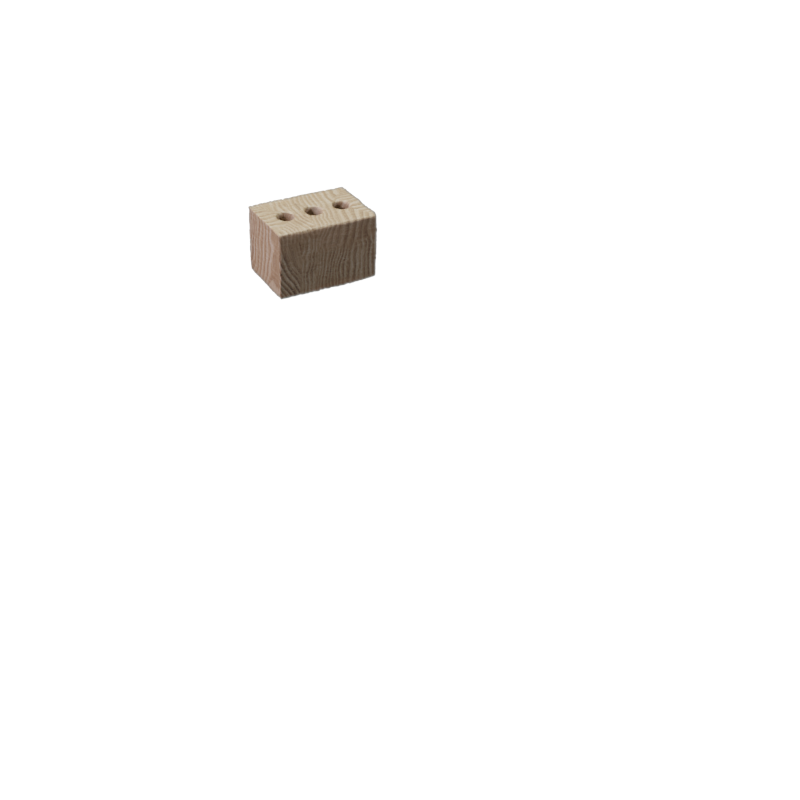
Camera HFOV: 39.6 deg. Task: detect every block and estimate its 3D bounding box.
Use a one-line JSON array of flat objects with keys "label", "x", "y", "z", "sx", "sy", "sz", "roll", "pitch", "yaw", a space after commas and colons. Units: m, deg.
[{"label": "block", "x": -0.062, "y": -0.112, "z": 0.786, "sx": 0.077, "sy": 0.048, "sz": 0.057, "roll": -16, "pitch": 35, "yaw": -25}]
